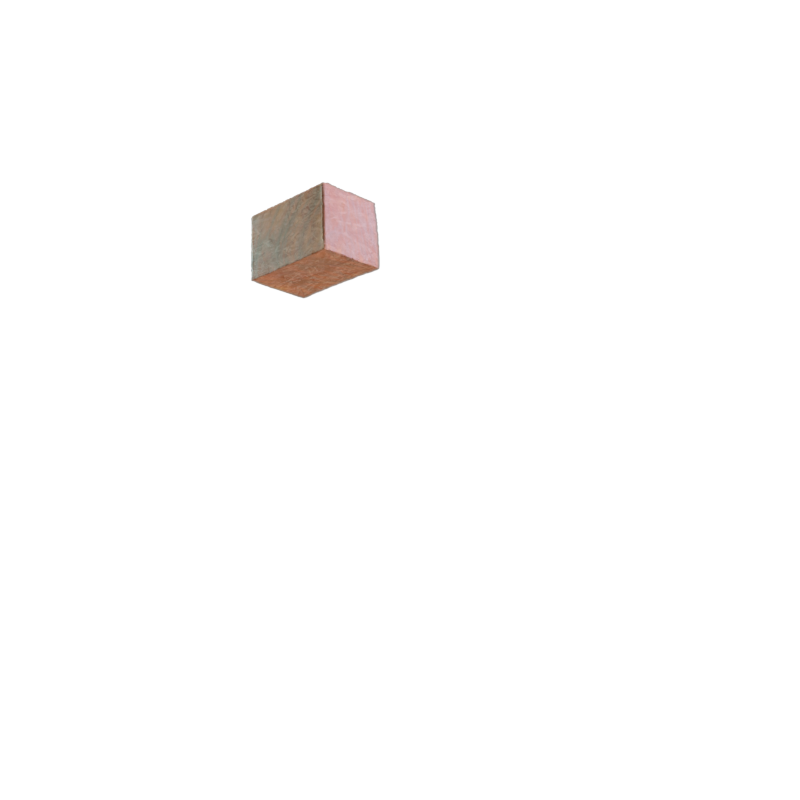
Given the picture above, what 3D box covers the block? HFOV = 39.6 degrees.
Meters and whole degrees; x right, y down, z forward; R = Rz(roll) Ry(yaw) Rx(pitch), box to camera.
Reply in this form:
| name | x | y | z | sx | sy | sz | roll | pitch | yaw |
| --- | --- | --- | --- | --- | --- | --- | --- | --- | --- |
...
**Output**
| name | x | y | z | sx | sy | sz | roll | pitch | yaw |
| --- | --- | --- | --- | --- | --- | --- | --- | --- | --- |
| block | -0.060 | -0.110 | 0.768 | 0.079 | 0.054 | 0.050 | -17 | -25 | 41 |
